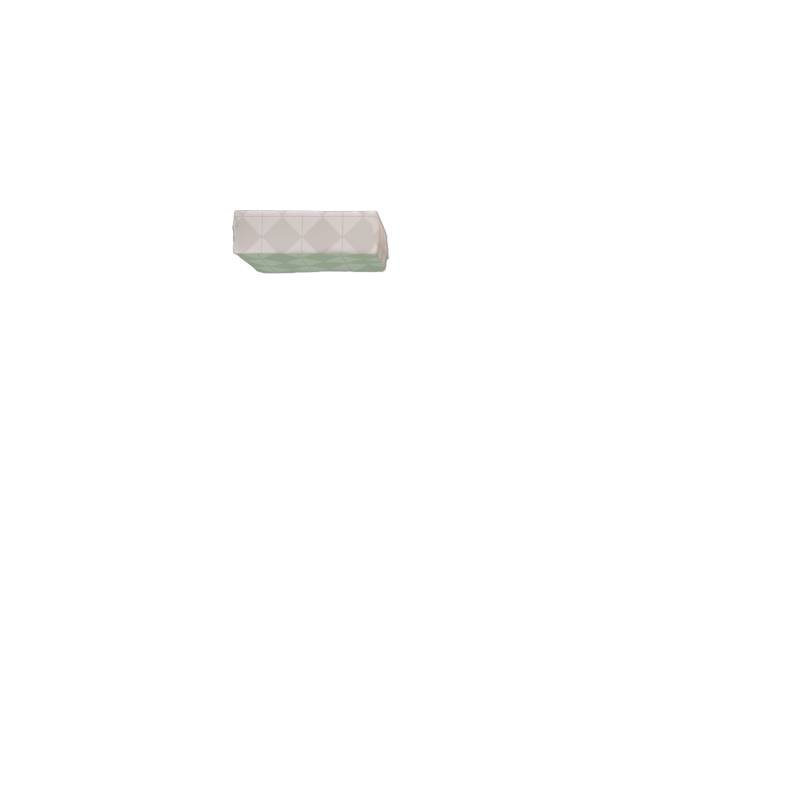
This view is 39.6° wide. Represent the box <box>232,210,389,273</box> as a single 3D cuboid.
[{"bbox_3d":[-0.069,-0.125,0.875,0.114,0.040,0.087,0,-4,6],"label":"box"}]
